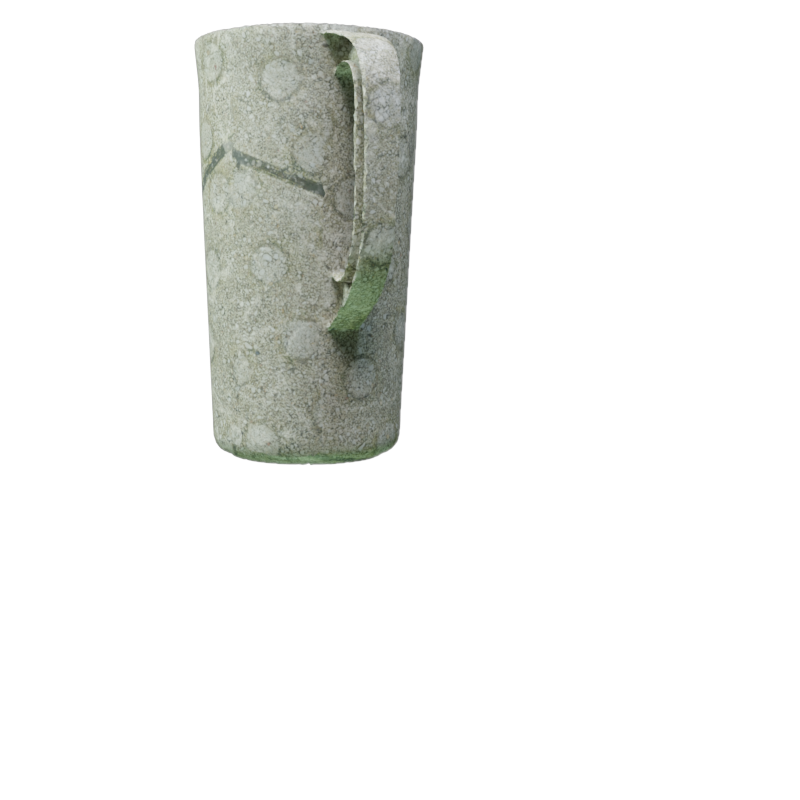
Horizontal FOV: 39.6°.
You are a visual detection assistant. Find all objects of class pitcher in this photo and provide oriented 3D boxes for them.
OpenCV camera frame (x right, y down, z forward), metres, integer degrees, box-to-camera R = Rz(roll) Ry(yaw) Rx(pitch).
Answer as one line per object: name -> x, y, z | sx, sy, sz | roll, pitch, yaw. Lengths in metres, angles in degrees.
pitcher -> -0.050, -0.090, 0.634 | 0.149, 0.243, 0.145 | 0, 1, 20
